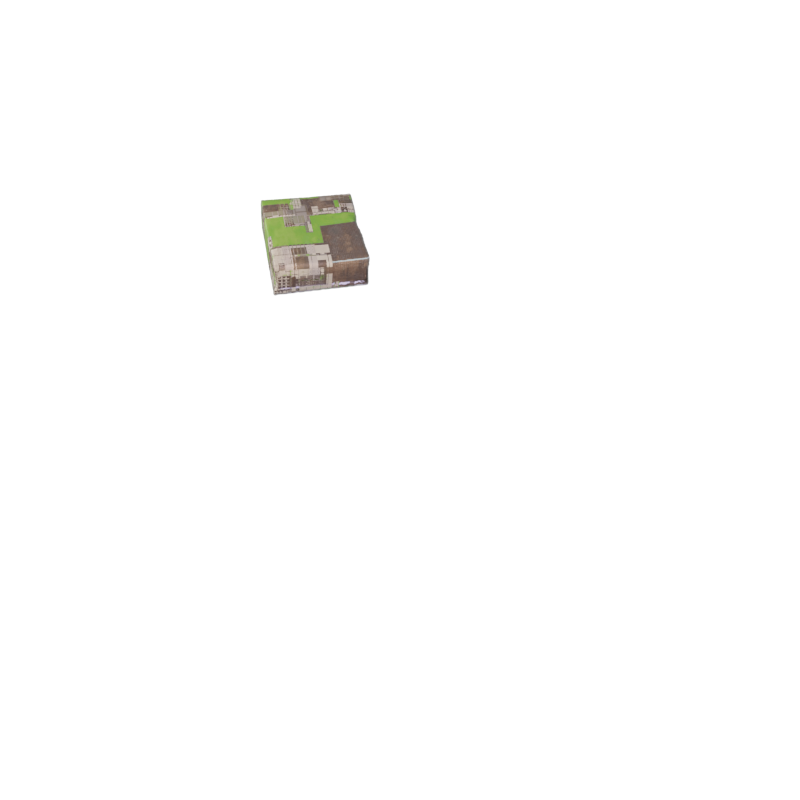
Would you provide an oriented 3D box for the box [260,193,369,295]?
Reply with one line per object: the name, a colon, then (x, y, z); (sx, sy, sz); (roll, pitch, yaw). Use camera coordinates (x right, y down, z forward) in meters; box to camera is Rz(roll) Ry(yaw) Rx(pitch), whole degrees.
box: (-0.067, -0.122, 0.857); (0.072, 0.028, 0.096); (-6, 43, -8)
